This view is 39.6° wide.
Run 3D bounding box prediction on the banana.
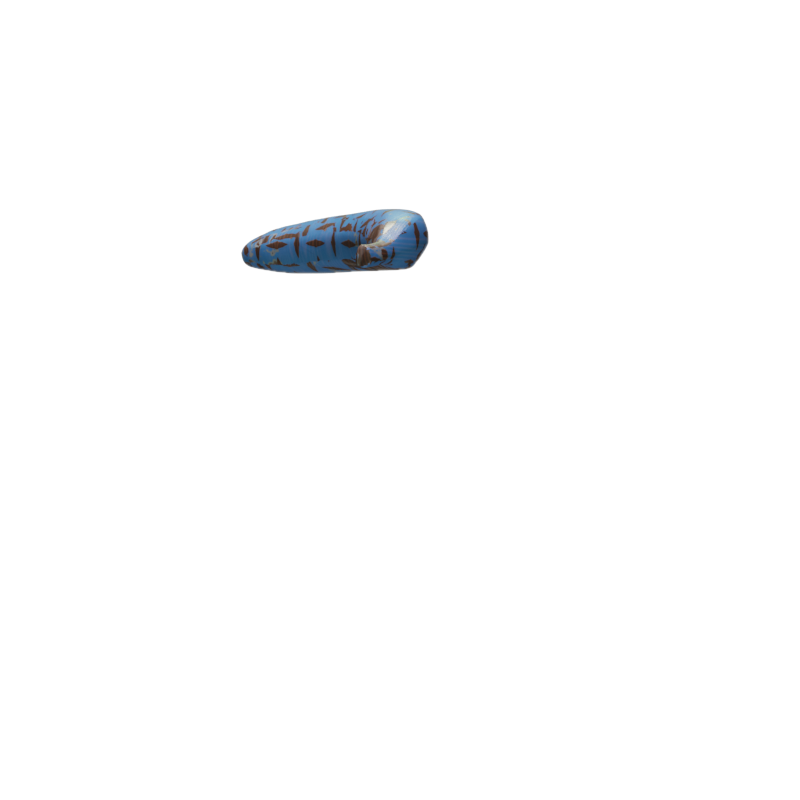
[{"bbox_3d":[-0.034,-0.097,0.677,0.067,0.037,0.204,-2,5,-26],"label":"banana"}]
